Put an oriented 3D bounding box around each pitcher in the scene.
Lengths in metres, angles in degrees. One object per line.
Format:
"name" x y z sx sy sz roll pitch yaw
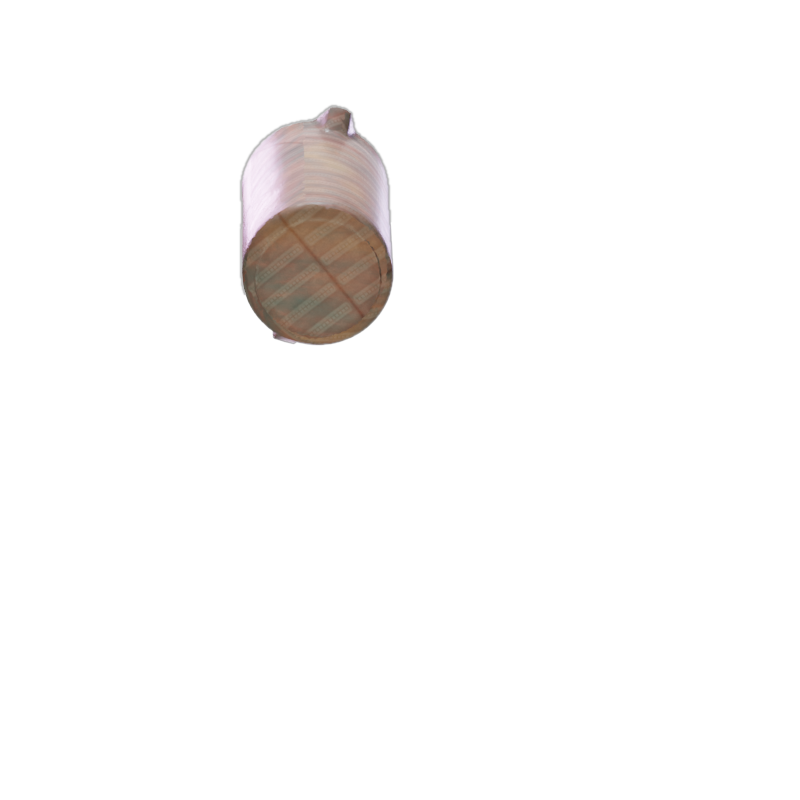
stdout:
"pitcher" -0.070 -0.127 0.891 0.145 0.142 0.255 -26 22 8
